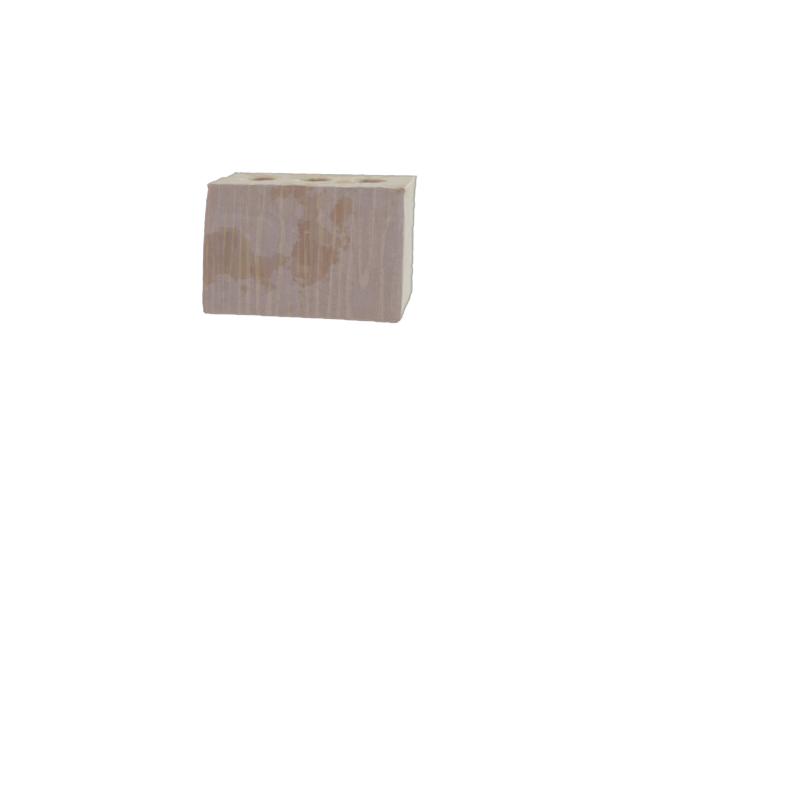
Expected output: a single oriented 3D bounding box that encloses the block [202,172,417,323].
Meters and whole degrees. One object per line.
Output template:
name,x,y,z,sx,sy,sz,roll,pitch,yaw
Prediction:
block,-0.034,-0.063,0.440,0.079,0.050,0.054,3,14,8
